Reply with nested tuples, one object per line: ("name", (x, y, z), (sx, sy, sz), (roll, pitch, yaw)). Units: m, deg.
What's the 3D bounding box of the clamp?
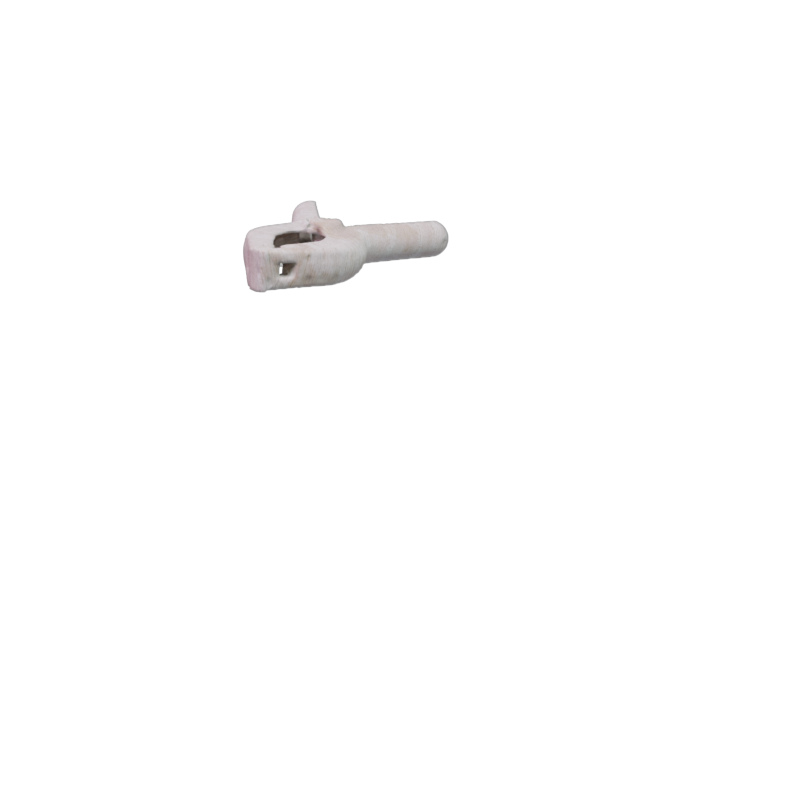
("clamp", (-0.059, -0.107, 0.748), (0.126, 0.038, 0.168), (11, 19, 34))
